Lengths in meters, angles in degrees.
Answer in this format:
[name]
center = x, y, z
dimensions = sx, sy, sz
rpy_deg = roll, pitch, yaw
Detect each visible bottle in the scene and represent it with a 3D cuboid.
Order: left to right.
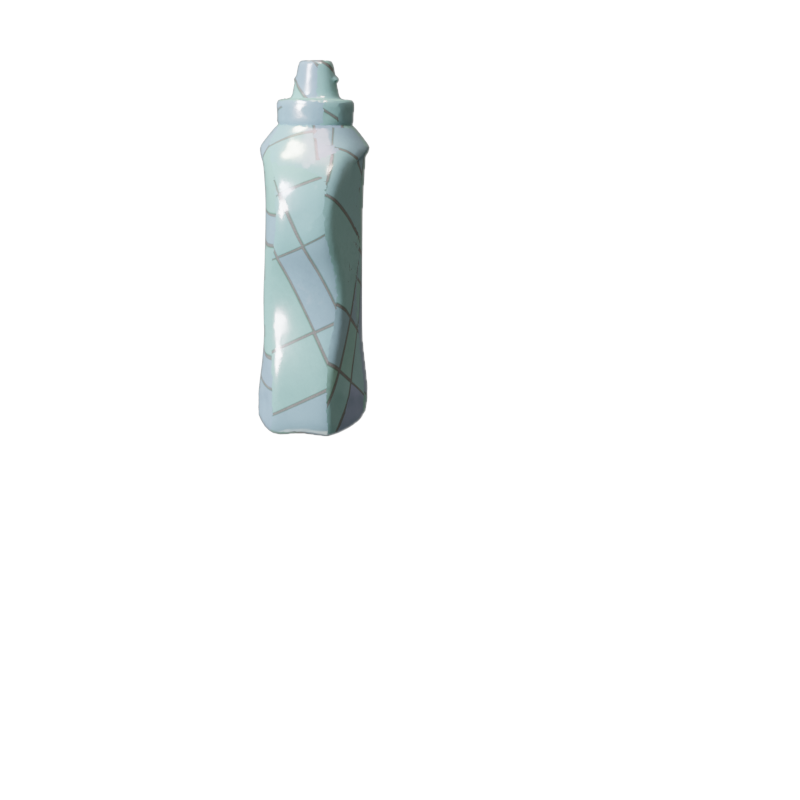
[bottle]
center = -0.046, -0.085, 0.594
dimensions = 0.059, 0.188, 0.097
rpy_deg = 1, 8, 7
